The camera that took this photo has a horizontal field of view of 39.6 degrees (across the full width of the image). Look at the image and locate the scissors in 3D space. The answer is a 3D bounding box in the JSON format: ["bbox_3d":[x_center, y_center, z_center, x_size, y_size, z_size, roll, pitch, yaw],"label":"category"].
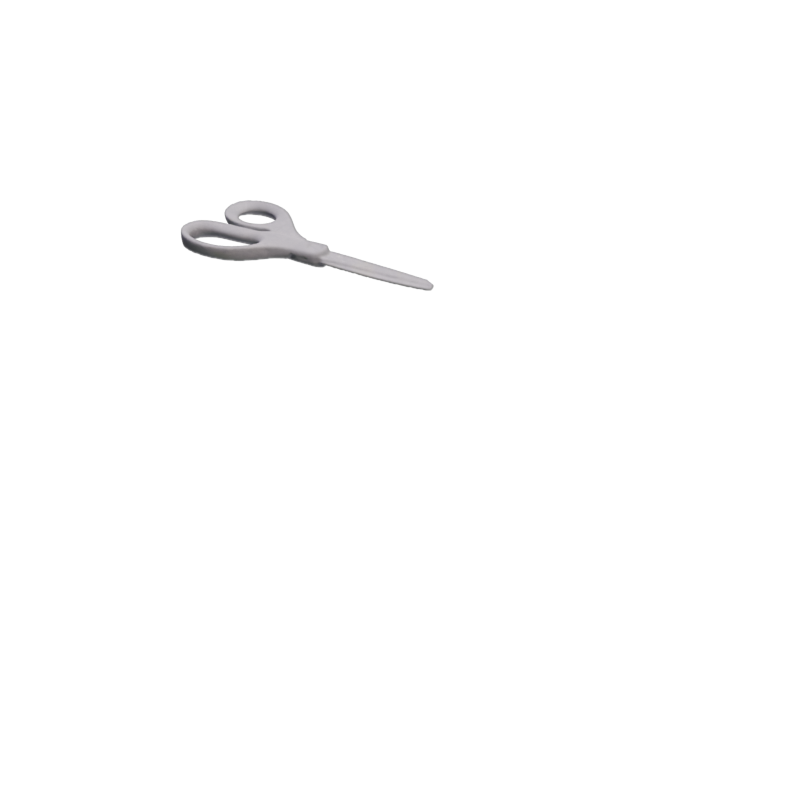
[{"bbox_3d":[-0.066,-0.120,0.842,0.206,0.015,0.100,9,34,13],"label":"scissors"}]
